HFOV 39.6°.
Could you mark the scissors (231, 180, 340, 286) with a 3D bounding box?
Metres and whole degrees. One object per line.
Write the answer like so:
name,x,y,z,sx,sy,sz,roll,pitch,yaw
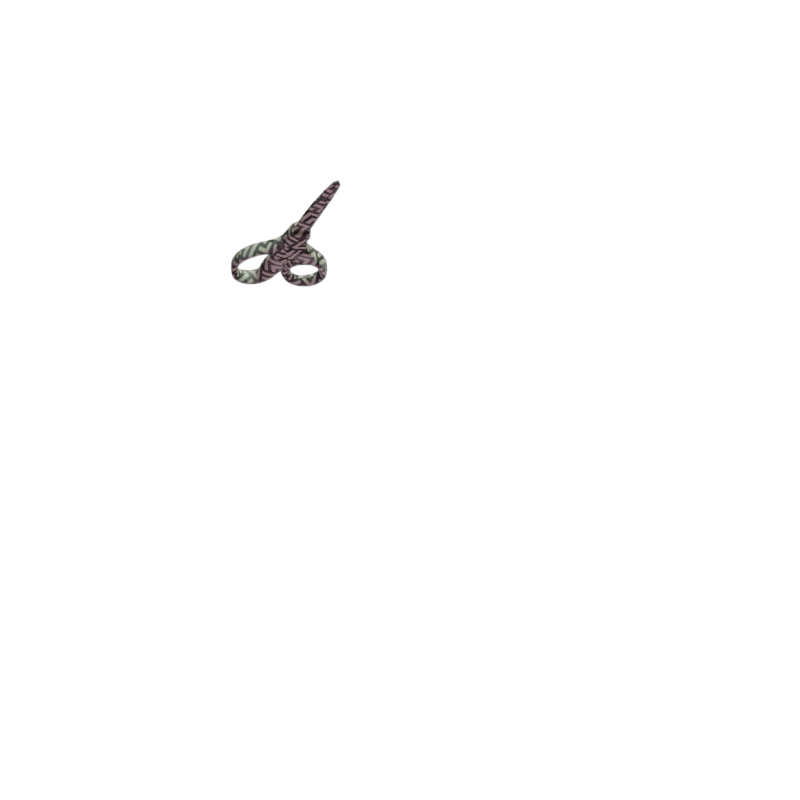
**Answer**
scissors,-0.076,-0.138,0.968,0.091,0.017,0.202,14,-23,-35
